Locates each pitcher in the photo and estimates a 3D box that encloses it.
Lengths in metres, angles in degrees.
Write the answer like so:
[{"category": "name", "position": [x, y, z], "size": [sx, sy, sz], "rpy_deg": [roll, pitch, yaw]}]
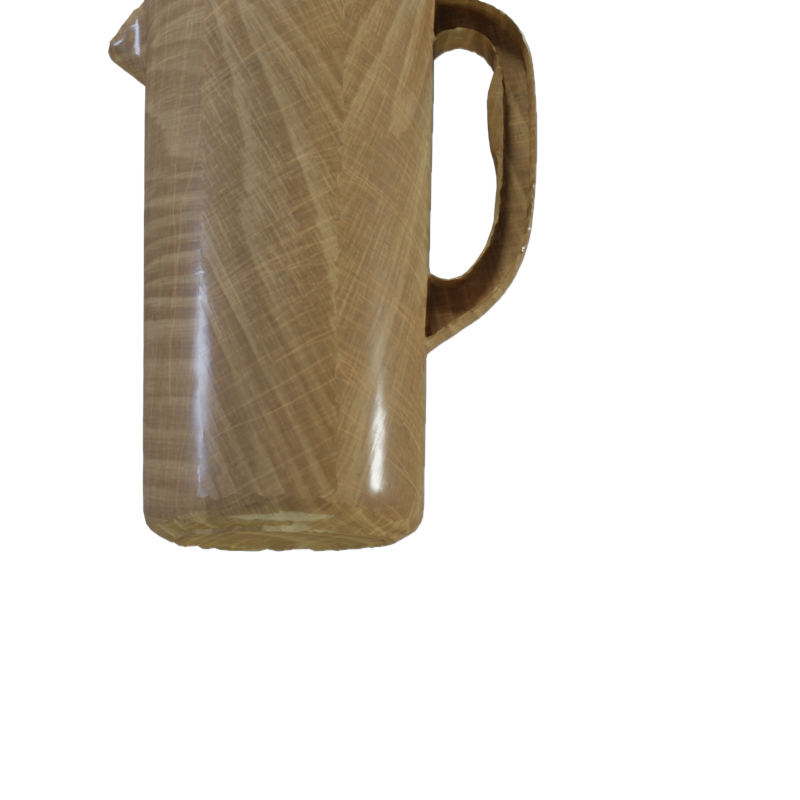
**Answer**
[{"category": "pitcher", "position": [-0.036, -0.066, 0.462], "size": [0.137, 0.254, 0.151], "rpy_deg": [14, -23, -39]}]
